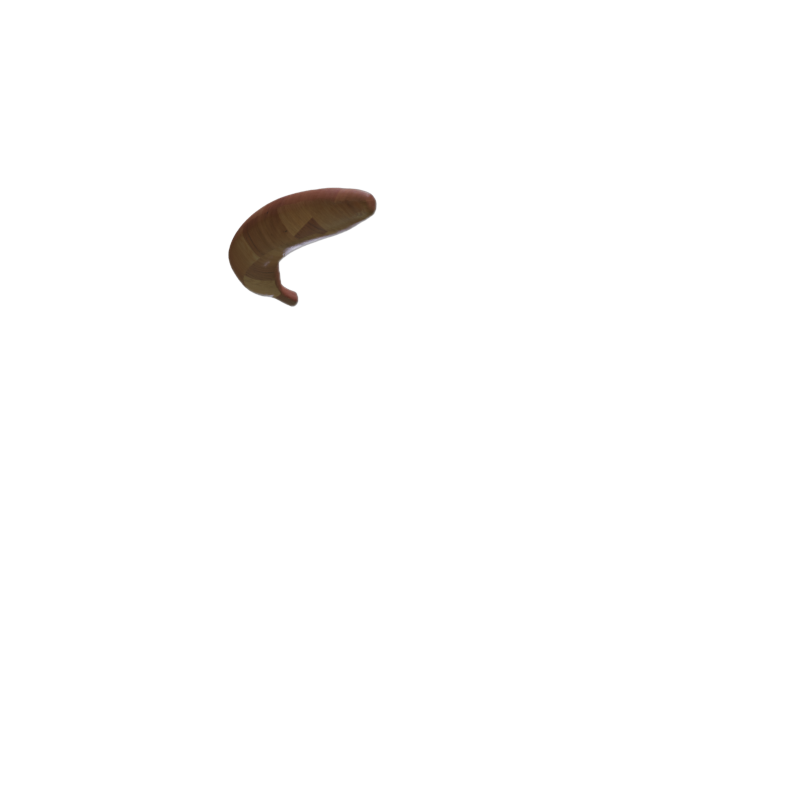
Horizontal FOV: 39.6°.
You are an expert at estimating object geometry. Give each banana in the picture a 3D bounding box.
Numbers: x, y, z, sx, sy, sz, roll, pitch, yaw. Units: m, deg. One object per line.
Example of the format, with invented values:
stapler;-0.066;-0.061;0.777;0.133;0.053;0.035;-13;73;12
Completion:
banana;-0.079;-0.111;0.773;0.068;0.038;0.195;5;-14;-20
